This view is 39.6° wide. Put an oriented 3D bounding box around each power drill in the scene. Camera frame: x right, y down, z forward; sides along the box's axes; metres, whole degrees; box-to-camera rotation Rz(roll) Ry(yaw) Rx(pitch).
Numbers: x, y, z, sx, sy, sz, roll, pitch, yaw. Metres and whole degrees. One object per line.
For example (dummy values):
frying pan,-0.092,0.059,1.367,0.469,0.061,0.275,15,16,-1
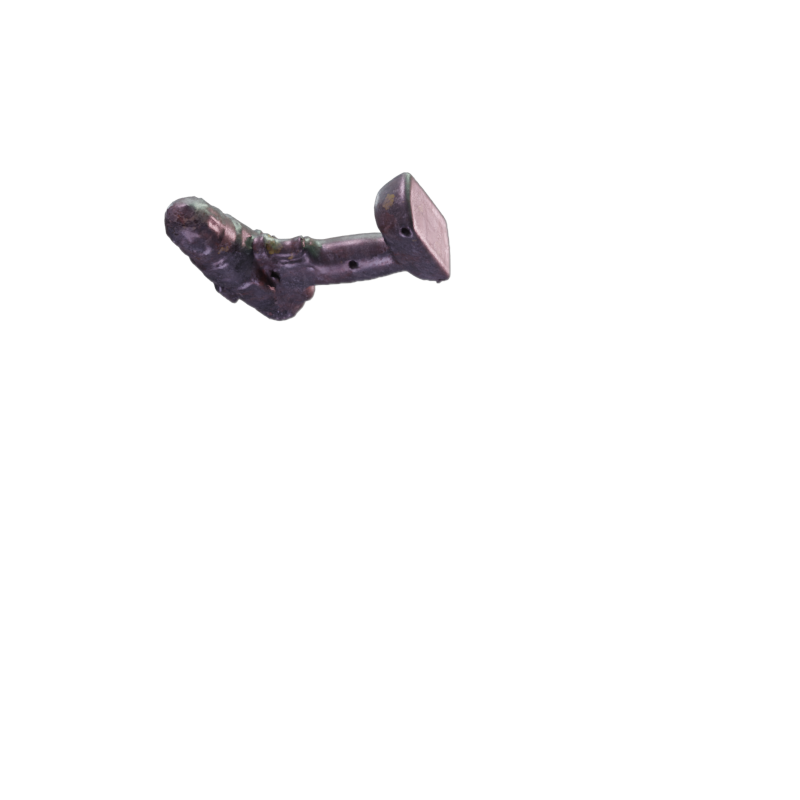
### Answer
power drill,-0.067,-0.123,0.859,0.191,0.060,0.172,-8,-19,22
